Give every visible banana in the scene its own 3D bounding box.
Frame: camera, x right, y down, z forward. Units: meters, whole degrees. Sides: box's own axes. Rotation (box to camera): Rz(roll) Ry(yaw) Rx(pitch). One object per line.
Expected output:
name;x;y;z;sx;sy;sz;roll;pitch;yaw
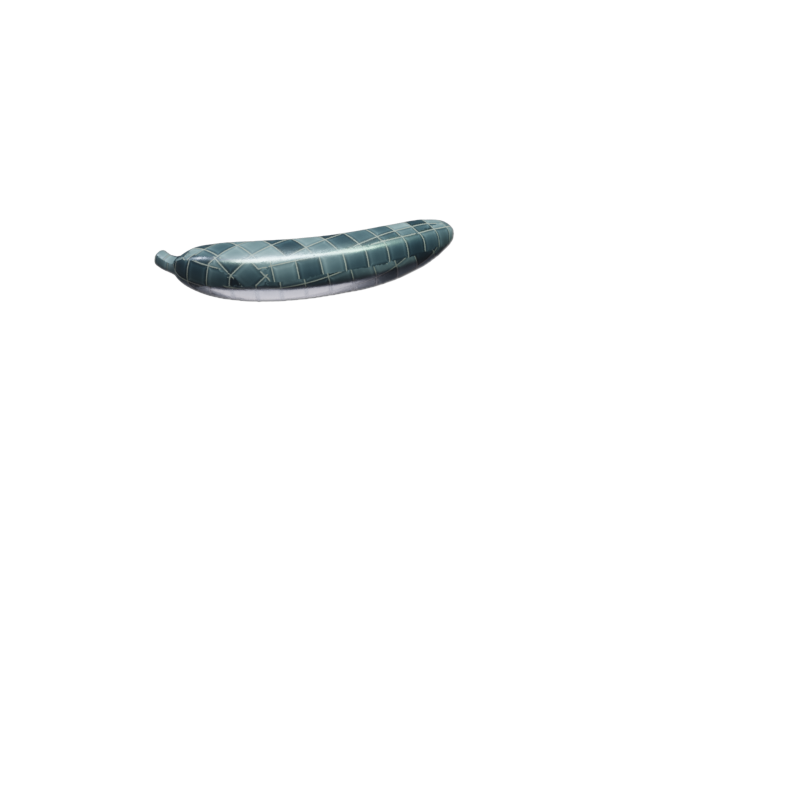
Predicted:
banana;-0.056;-0.091;0.702;0.196;0.034;0.075;-5;35;-7
